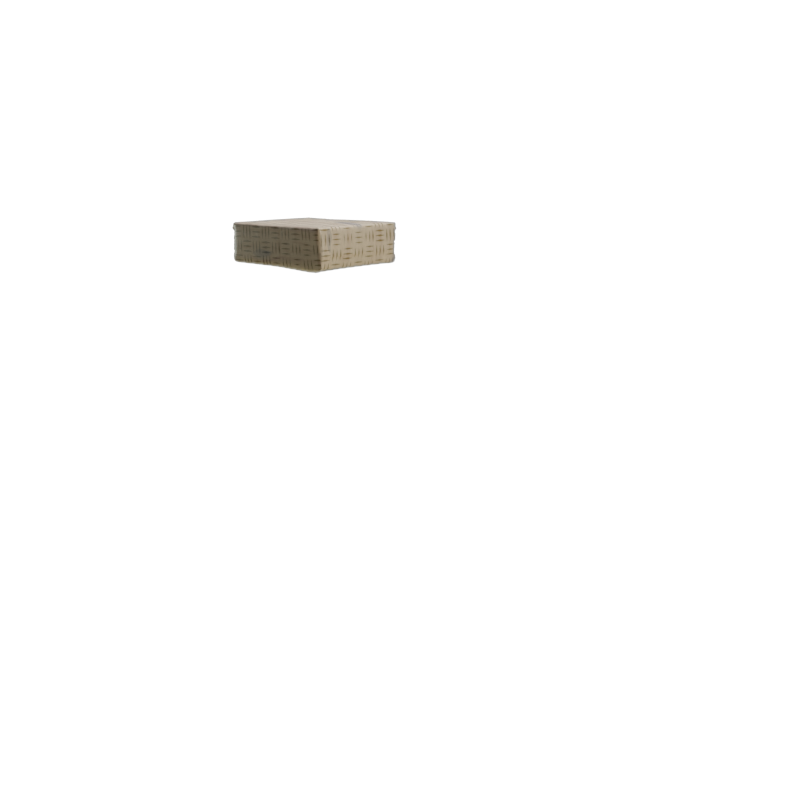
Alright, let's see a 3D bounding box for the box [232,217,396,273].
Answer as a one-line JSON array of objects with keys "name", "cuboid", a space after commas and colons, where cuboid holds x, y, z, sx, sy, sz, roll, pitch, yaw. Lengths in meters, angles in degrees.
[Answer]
[{"name": "box", "cuboid": [-0.074, -0.135, 0.943, 0.087, 0.038, 0.119, -13, 19, -43]}]
